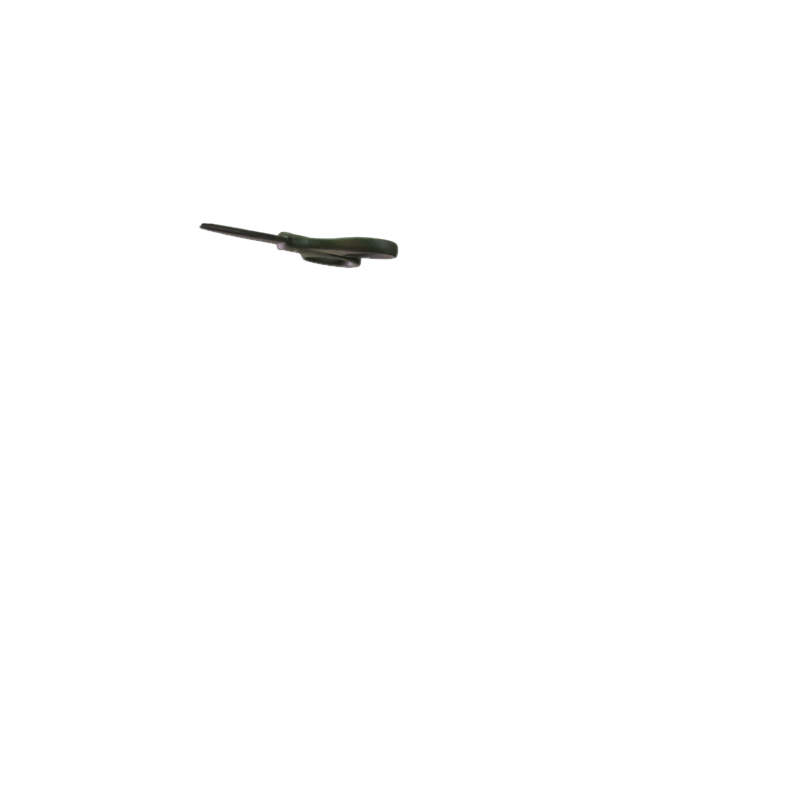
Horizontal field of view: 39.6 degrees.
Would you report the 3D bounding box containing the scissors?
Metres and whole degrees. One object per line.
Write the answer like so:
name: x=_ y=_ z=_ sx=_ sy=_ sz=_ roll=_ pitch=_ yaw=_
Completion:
scissors: x=-0.072 y=-0.132 z=0.926 sx=0.099 sy=0.016 sz=0.193 roll=-1 pitch=-3 yaw=25
